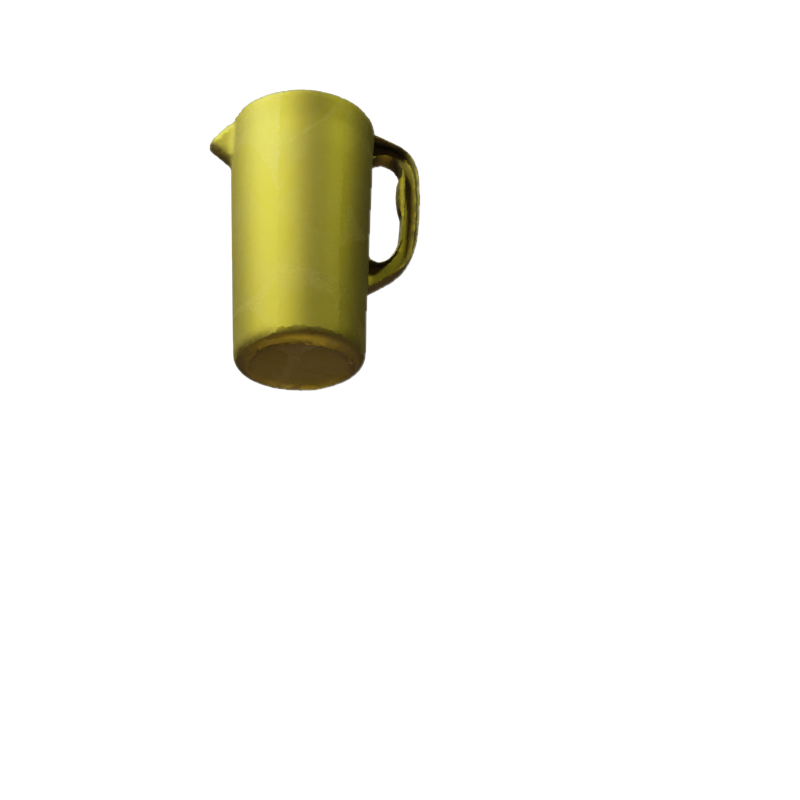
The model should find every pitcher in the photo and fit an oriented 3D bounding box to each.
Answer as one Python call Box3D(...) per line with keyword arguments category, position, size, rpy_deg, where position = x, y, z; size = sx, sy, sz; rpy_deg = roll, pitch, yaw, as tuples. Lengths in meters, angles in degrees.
Box3D(category="pitcher", position=(-0.075, -0.137, 0.958), size=(0.150, 0.259, 0.135), rpy_deg=(-20, -34, 30))
